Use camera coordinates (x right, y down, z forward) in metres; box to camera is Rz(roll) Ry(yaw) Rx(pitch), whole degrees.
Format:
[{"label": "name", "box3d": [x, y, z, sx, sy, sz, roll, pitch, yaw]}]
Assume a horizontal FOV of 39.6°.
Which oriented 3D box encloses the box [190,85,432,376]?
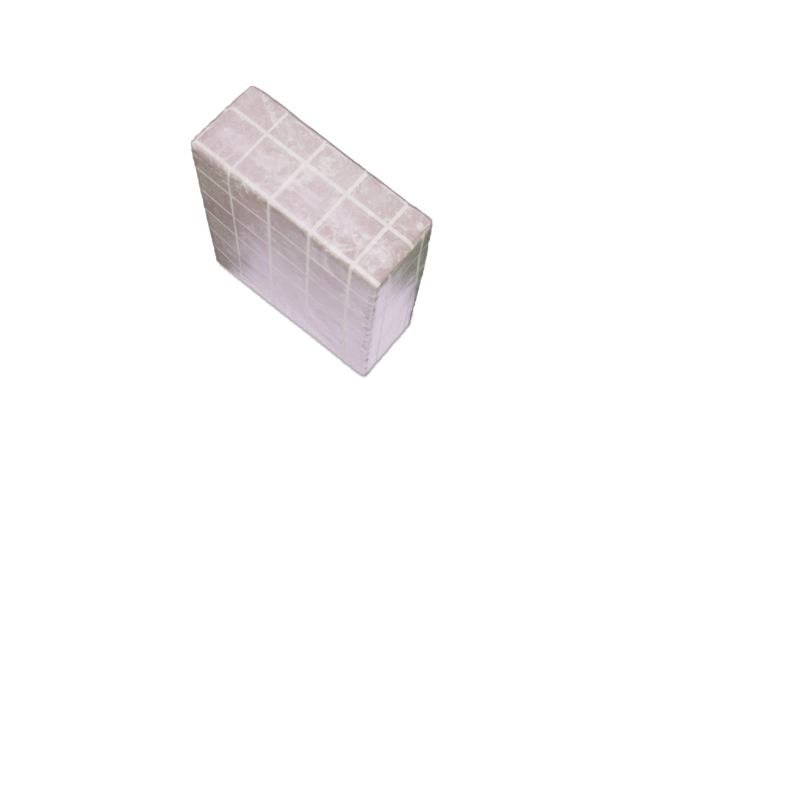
[{"label": "box", "box3d": [-0.065, -0.118, 0.828, 0.169, 0.073, 0.204, 39, -15, 10]}]
